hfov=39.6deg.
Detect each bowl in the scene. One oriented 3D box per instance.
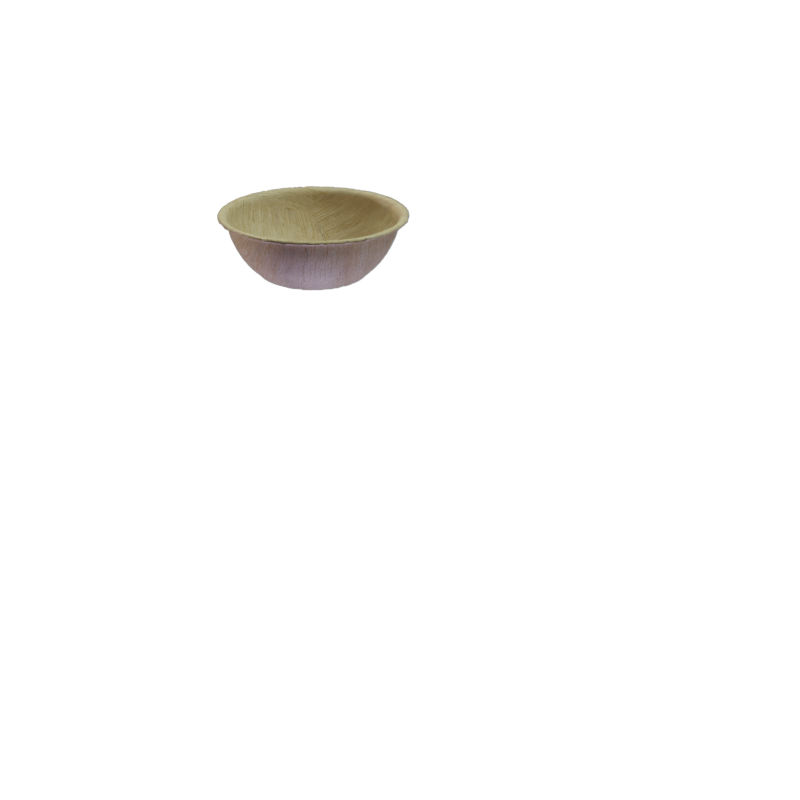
[{"bbox_3d":[-0.074,-0.134,0.941,0.162,0.052,0.170,-1,25,-2],"label":"bowl"}]
